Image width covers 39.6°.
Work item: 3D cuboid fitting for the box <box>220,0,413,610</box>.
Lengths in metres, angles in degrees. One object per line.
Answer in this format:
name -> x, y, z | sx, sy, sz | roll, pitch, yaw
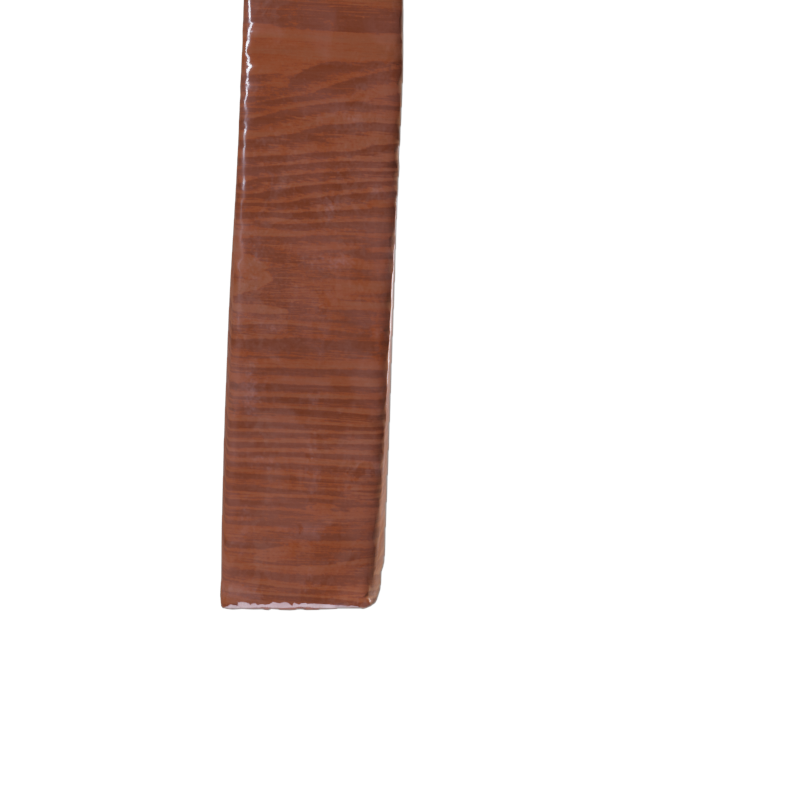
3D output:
box -> -0.024, -0.044, 0.308 | 0.048, 0.173, 0.095 | 0, 8, -4
